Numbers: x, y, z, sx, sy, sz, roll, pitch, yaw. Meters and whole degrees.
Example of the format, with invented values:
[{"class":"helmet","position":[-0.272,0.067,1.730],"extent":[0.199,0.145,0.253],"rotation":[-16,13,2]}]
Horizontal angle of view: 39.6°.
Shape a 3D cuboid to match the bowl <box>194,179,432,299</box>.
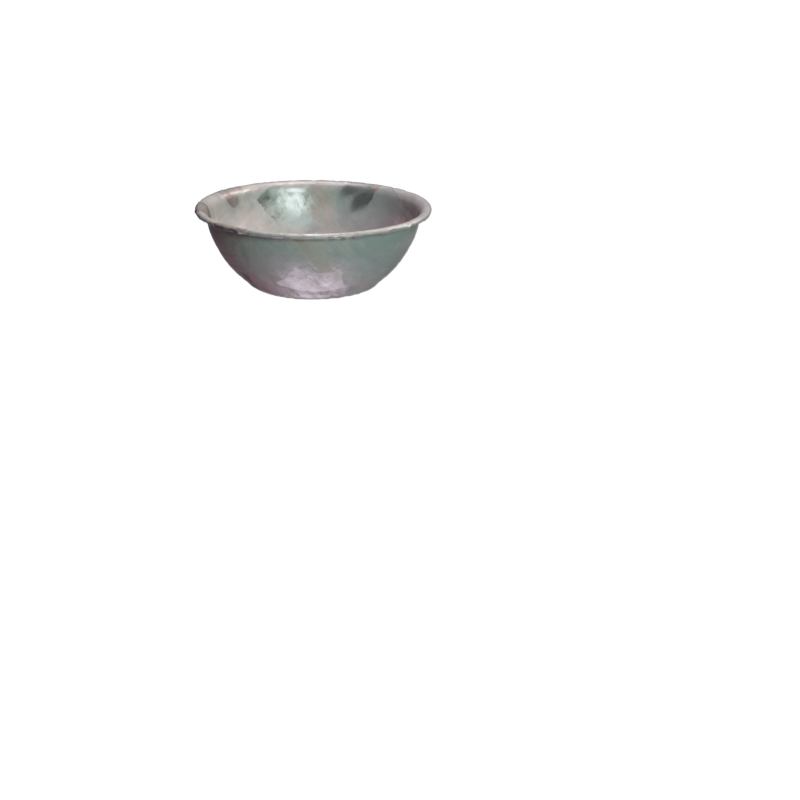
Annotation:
[{"class":"bowl","position":[-0.060,-0.109,0.765],"extent":[0.162,0.053,0.170],"rotation":[-1,23,-2]}]
